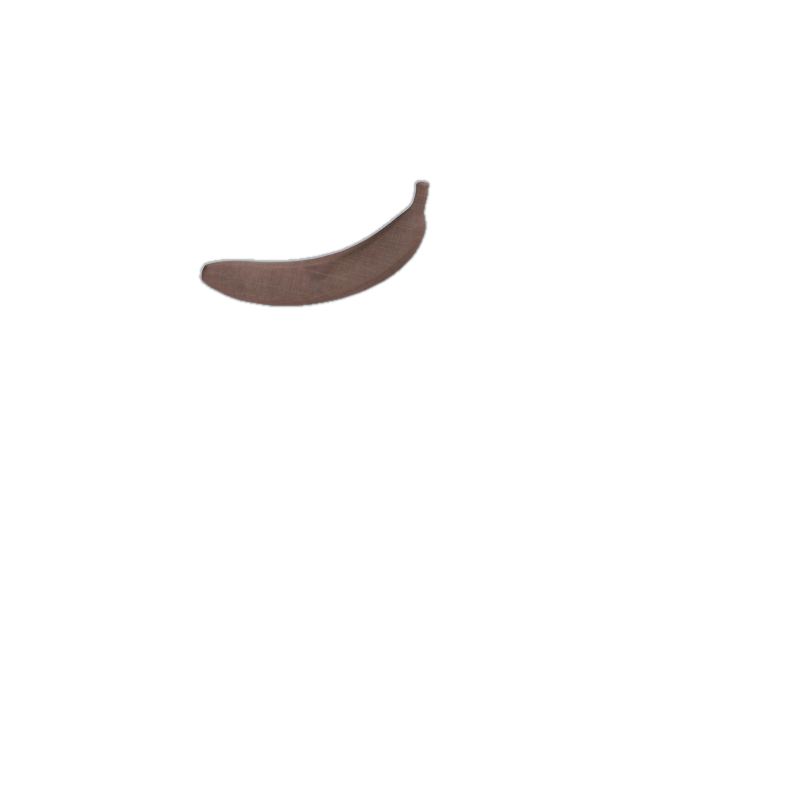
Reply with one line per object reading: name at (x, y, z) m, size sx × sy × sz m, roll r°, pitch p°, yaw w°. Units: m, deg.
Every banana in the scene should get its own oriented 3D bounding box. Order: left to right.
banana at (-0.060, -0.112, 0.896) m, size 0.198 × 0.068 × 0.038 m, roll -21°, pitch 11°, yaw 4°
